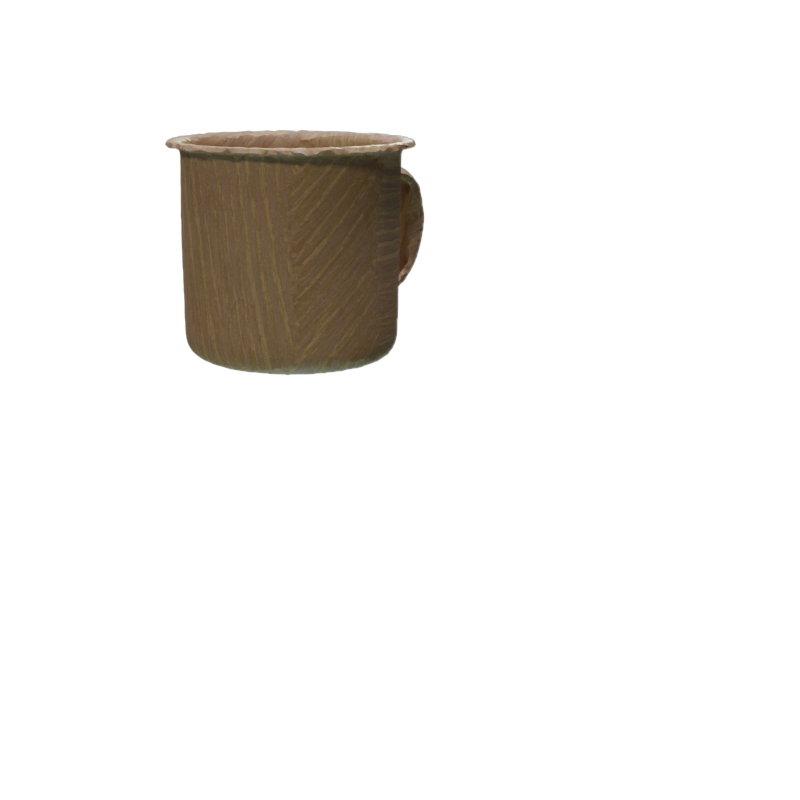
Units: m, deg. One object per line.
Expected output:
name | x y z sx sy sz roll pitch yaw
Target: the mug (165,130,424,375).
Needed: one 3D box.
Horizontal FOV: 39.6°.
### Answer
mug | -0.034 -0.061 0.429 0.098 0.079 0.115 13 19 40
